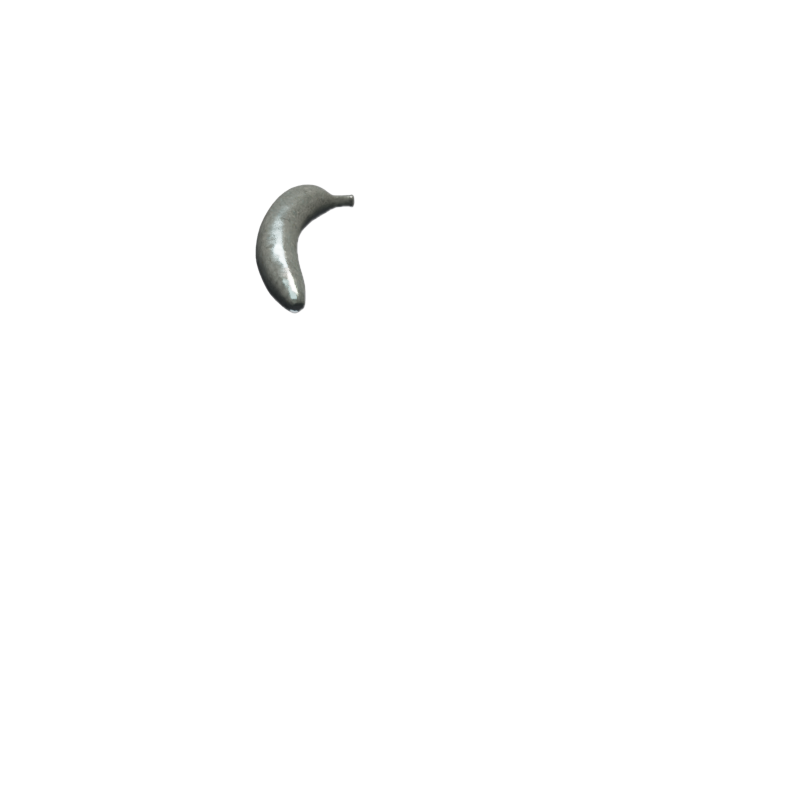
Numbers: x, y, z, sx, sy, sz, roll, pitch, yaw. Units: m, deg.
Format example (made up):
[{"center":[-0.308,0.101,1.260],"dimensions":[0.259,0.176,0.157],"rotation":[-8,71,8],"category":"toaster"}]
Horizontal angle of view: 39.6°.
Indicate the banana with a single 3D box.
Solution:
[{"center":[-0.095,-0.148,1.004],"dimensions":[0.071,0.034,0.208],"rotation":[8,39,9],"category":"banana"}]
